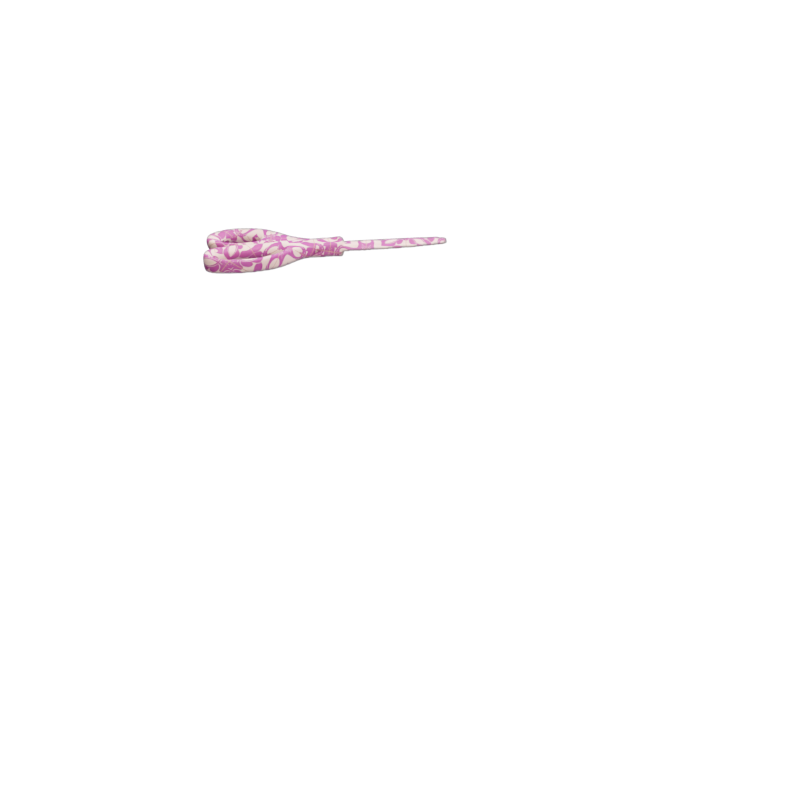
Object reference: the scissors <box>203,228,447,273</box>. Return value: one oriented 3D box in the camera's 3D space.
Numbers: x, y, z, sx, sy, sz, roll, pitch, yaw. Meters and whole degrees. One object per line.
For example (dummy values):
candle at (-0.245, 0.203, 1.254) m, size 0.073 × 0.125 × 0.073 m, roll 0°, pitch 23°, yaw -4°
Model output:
scissors at (-0.072, -0.131, 0.918) m, size 0.198 × 0.015 × 0.103 m, roll -12°, pitch 27°, yaw -25°
